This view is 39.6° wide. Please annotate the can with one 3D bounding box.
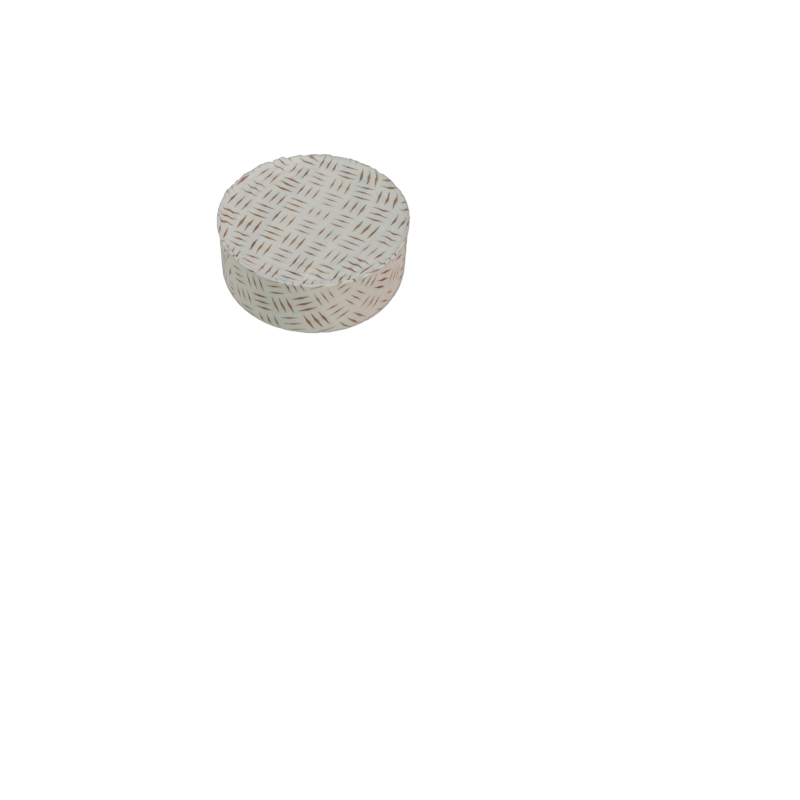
[{"bbox_3d":[-0.039,-0.072,0.502,0.086,0.092,0.031,-1,-42,-1],"label":"can"}]
